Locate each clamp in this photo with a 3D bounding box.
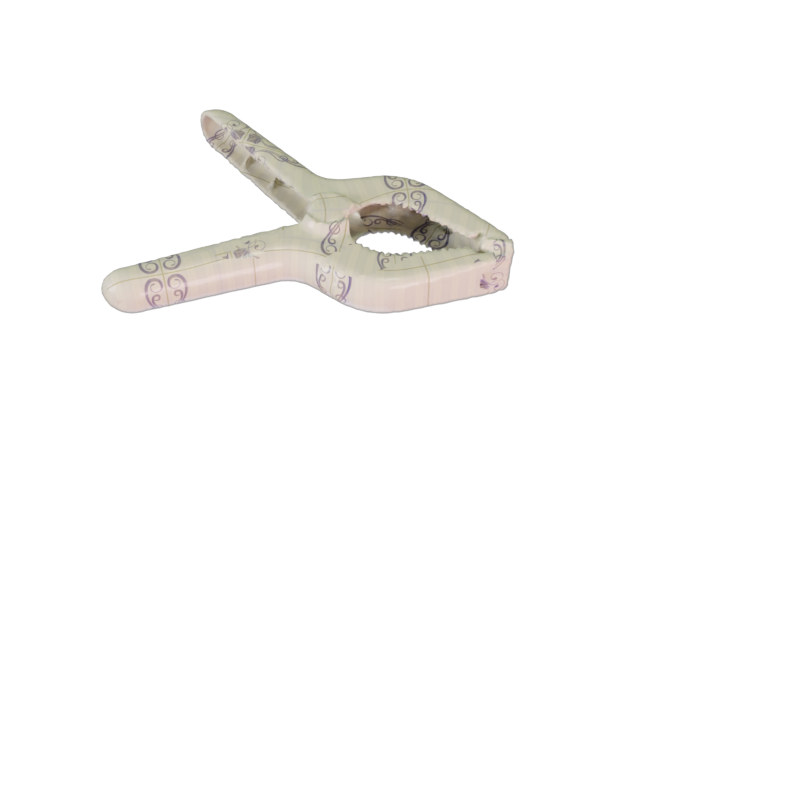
[{"bbox_3d":[-0.047,-0.086,0.604,0.216,0.172,0.034,16,-40,14],"label":"clamp"}]
